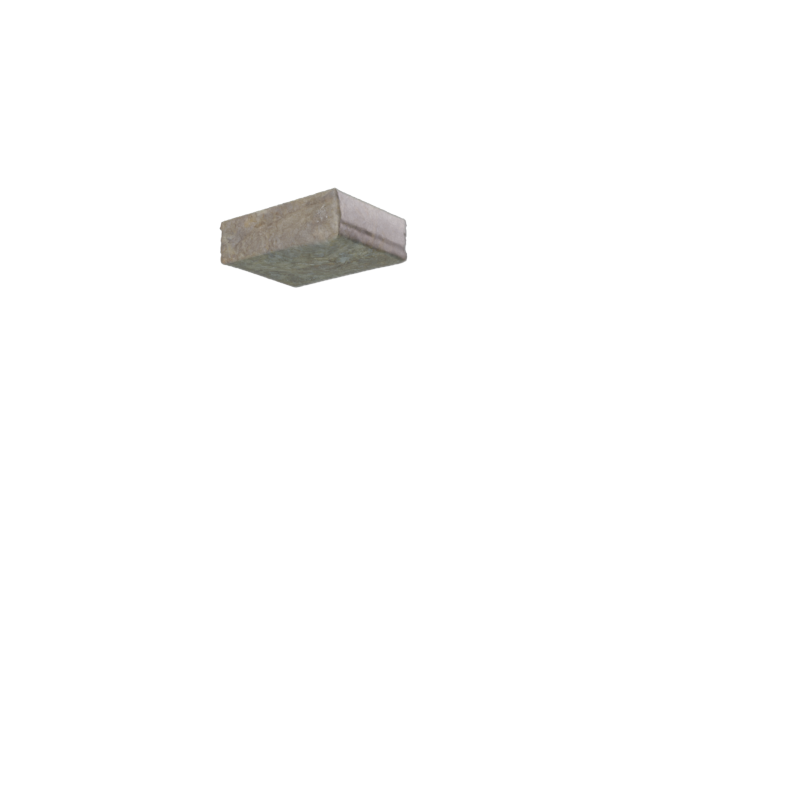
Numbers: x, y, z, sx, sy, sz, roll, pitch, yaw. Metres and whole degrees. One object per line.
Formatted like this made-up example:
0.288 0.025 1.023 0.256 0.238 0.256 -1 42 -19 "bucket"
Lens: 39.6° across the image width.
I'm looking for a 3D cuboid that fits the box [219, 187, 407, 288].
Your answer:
-0.065 -0.119 0.831 0.116 0.040 0.085 -7 -12 36 "box"
